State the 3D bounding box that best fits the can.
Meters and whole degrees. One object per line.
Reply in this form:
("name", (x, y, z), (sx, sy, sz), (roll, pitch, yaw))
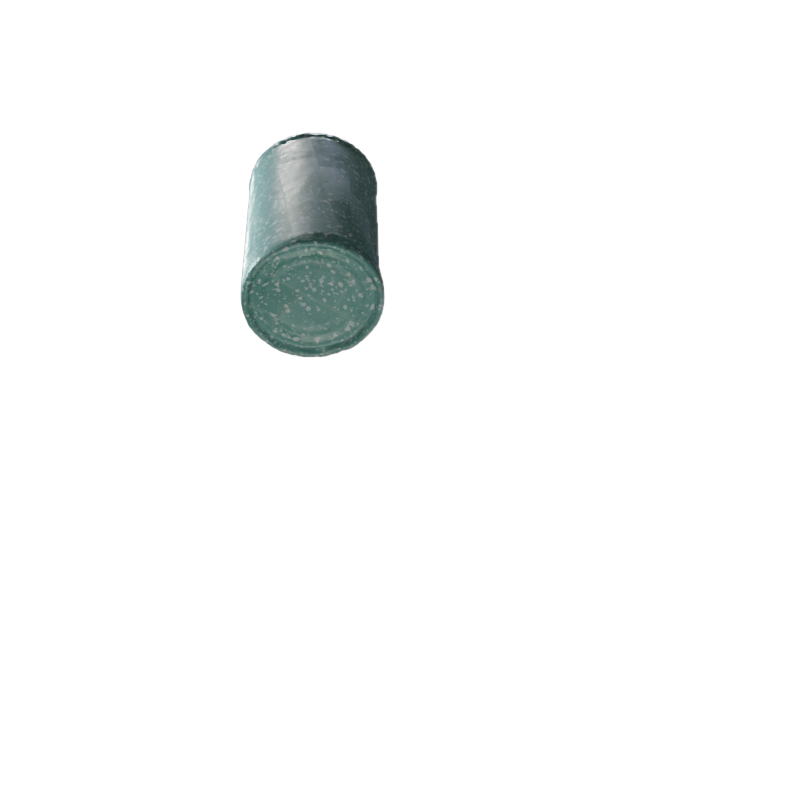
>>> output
("can", (-0.043, -0.078, 0.544), (0.068, 0.064, 0.109), (-1, 38, -3))
